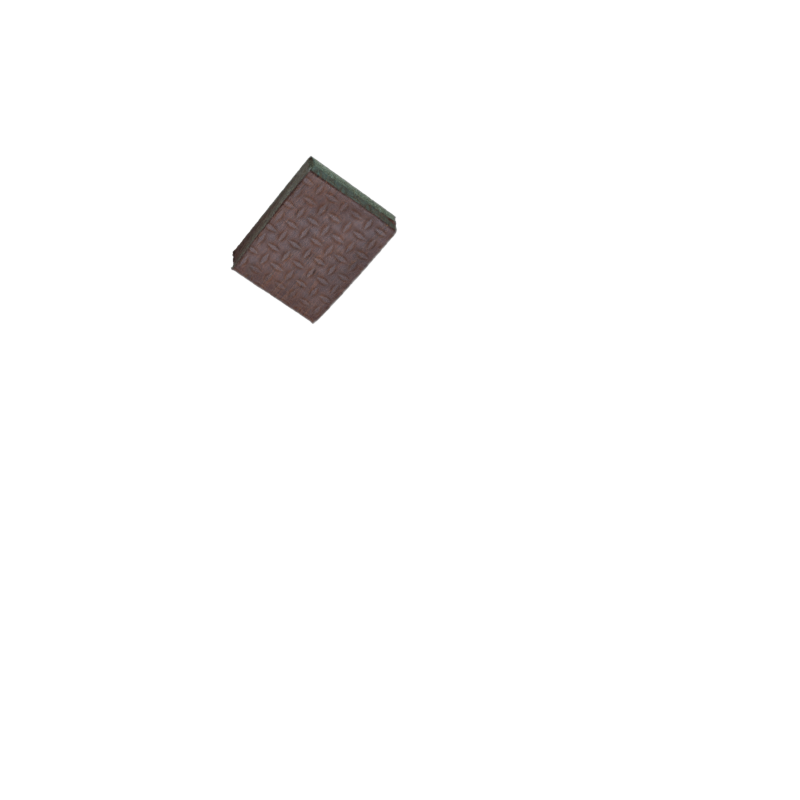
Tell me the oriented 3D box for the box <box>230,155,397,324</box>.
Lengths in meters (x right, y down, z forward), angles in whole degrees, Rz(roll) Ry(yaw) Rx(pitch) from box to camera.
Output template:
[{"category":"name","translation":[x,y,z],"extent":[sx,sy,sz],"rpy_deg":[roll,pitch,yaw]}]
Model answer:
[{"category":"box","translation":[-0.071,-0.130,0.911],"extent":[0.087,0.111,0.041],"rpy_deg":[36,20,-16]}]
